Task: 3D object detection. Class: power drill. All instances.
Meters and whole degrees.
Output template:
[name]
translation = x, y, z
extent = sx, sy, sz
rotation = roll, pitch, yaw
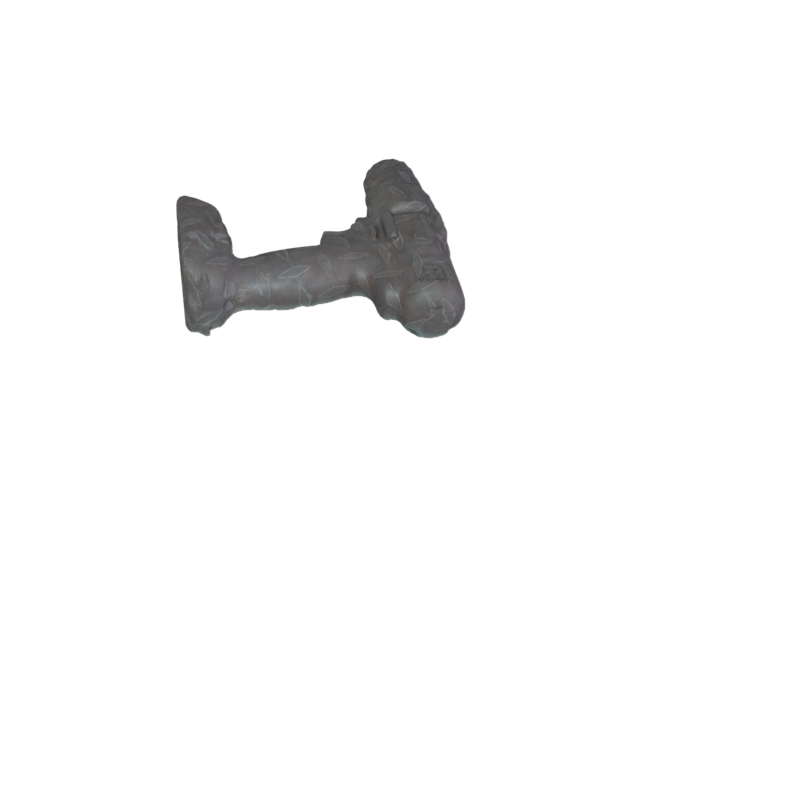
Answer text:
[power drill]
translation = -0.060, -0.110, 0.772
extent = 0.186, 0.054, 0.199
rotation = -6, 39, -7
